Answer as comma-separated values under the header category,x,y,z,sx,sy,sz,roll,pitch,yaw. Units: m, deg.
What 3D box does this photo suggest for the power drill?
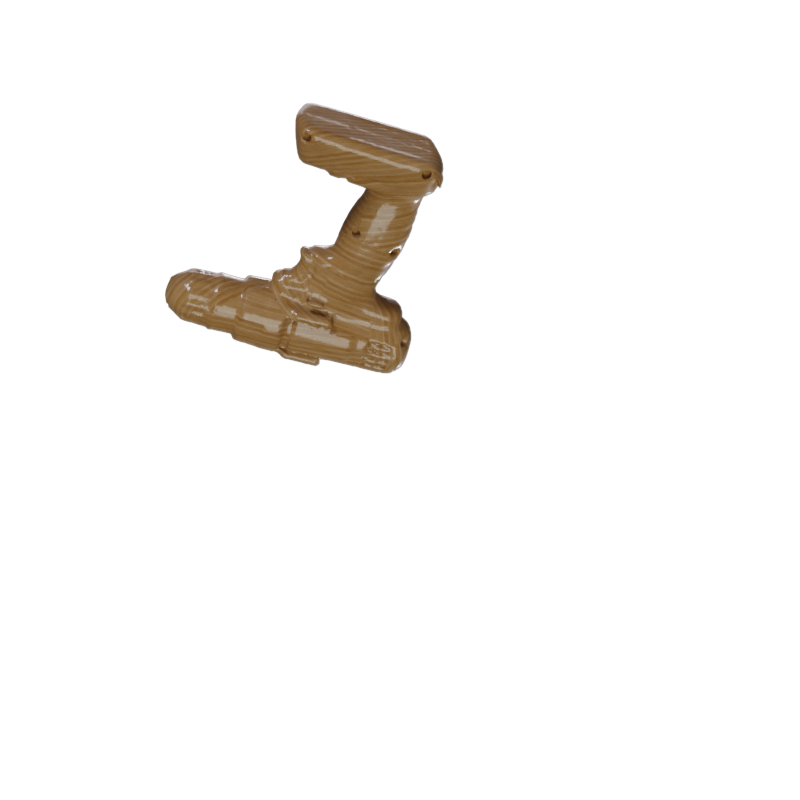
category,x,y,z,sx,sy,sz,roll,pitch,yaw
power drill,-0.062,-0.112,0.788,0.181,0.179,0.061,14,32,-10
